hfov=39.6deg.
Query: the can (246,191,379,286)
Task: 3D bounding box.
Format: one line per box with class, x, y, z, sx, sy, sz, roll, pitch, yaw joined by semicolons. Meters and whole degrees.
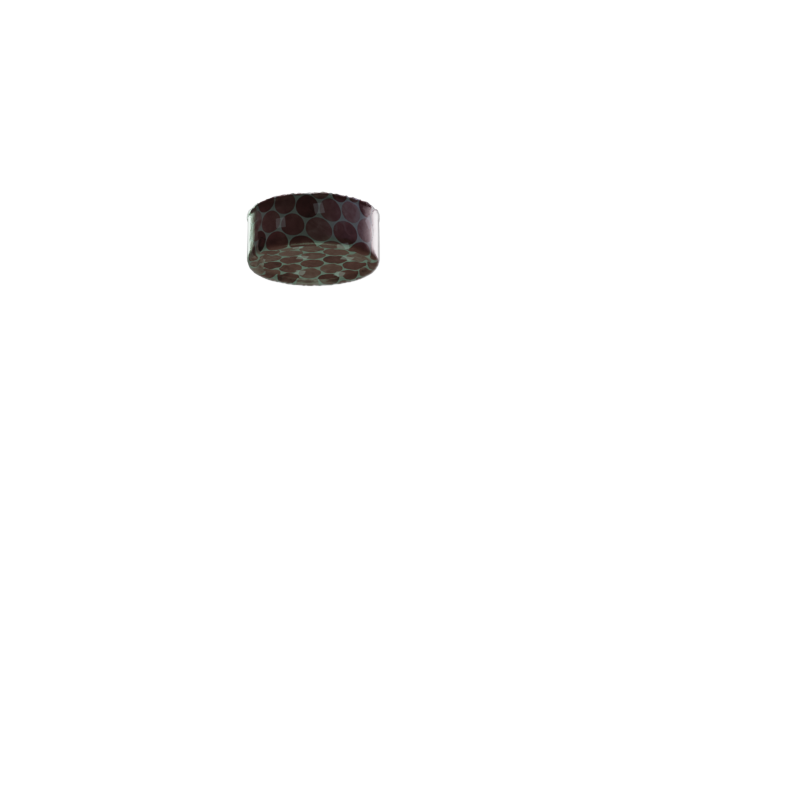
can;-0.055;-0.101;0.707;0.086;0.035;0.083;0;-14;-2
